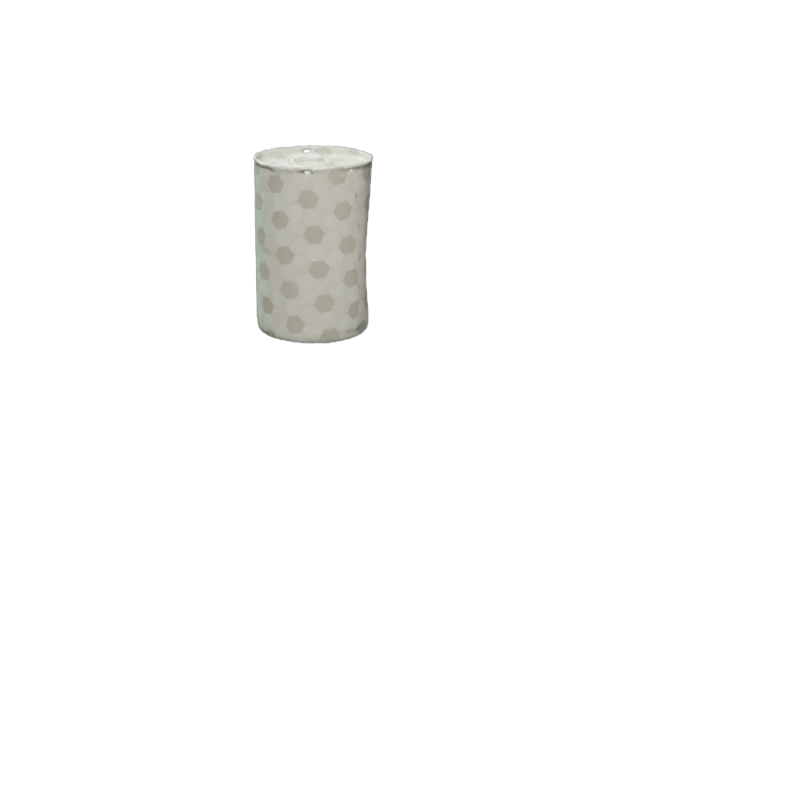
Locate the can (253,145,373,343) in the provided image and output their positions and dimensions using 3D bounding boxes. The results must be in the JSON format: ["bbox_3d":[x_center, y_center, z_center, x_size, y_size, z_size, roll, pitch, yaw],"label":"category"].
[{"bbox_3d":[-0.050,-0.091,0.641,0.068,0.098,0.071,0,18,-2],"label":"can"}]
